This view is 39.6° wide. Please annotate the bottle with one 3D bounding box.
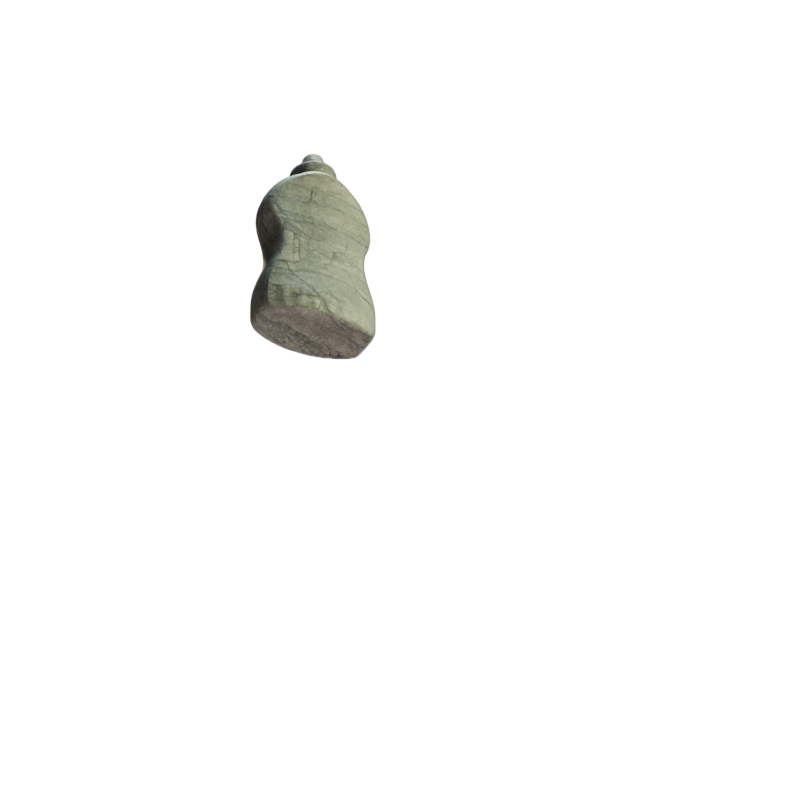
[{"bbox_3d":[-0.071,-0.128,0.901,0.093,0.206,0.056,14,-41,-20],"label":"bottle"}]
